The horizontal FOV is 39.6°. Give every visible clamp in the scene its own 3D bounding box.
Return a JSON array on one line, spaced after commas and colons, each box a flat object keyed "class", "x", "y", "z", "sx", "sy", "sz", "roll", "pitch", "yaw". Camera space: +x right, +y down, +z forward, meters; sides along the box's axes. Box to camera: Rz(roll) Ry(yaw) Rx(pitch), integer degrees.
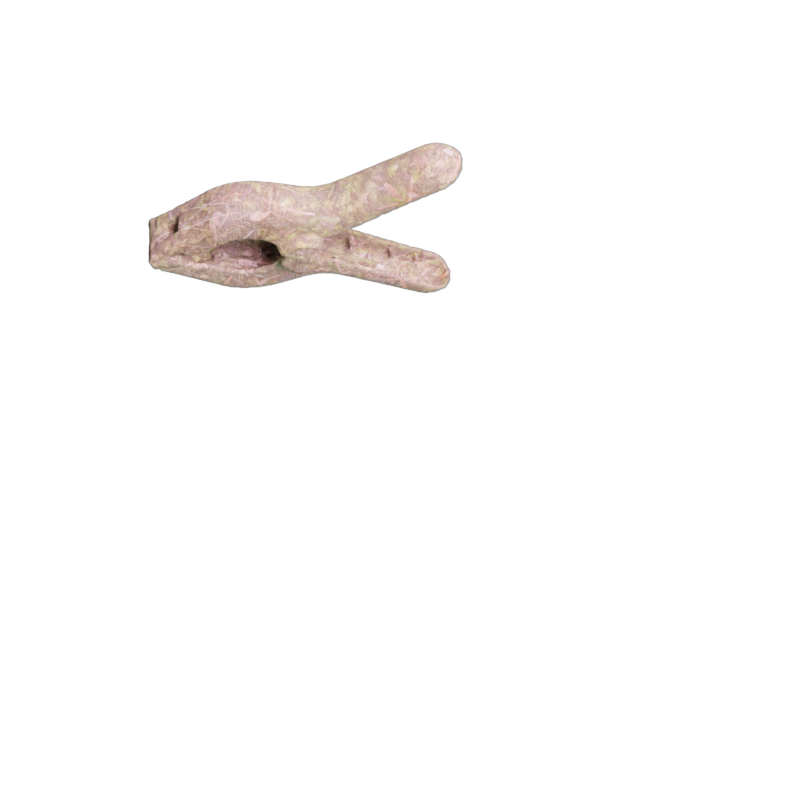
[{"class": "clamp", "x": -0.047, "y": -0.086, "z": 0.603, "sx": 0.173, "sy": 0.042, "sz": 0.111, "roll": -6, "pitch": -35, "yaw": 8}]
